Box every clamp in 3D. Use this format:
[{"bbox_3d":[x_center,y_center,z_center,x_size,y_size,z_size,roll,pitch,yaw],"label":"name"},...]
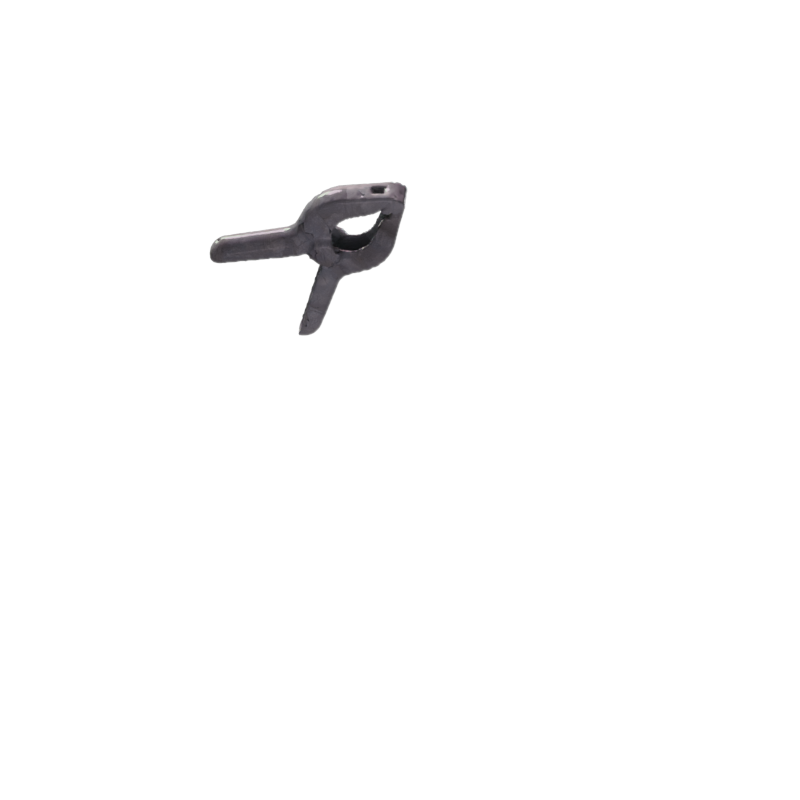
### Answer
[{"bbox_3d":[-0.071,-0.129,0.903,0.114,0.042,0.168,31,-54,-26],"label":"clamp"}]
